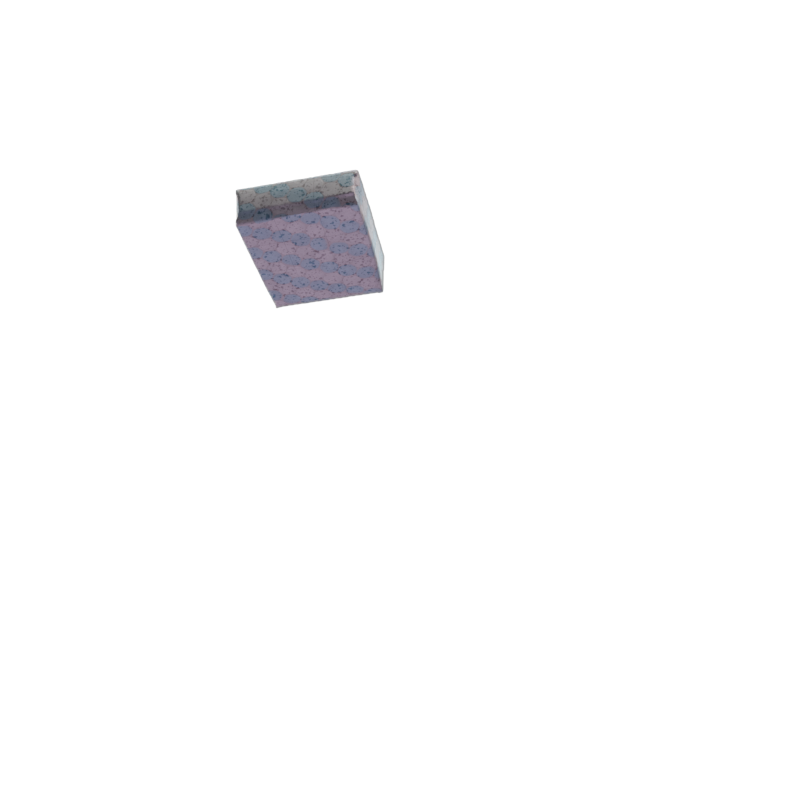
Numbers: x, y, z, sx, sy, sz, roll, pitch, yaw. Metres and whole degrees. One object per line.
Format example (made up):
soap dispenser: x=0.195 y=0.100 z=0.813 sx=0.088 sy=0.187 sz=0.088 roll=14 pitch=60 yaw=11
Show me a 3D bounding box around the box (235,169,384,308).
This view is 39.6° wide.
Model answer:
box: x=-0.064 y=-0.117 z=0.817 sx=0.091 sy=0.042 sz=0.105 roll=-6 pitch=-34 yaw=9
